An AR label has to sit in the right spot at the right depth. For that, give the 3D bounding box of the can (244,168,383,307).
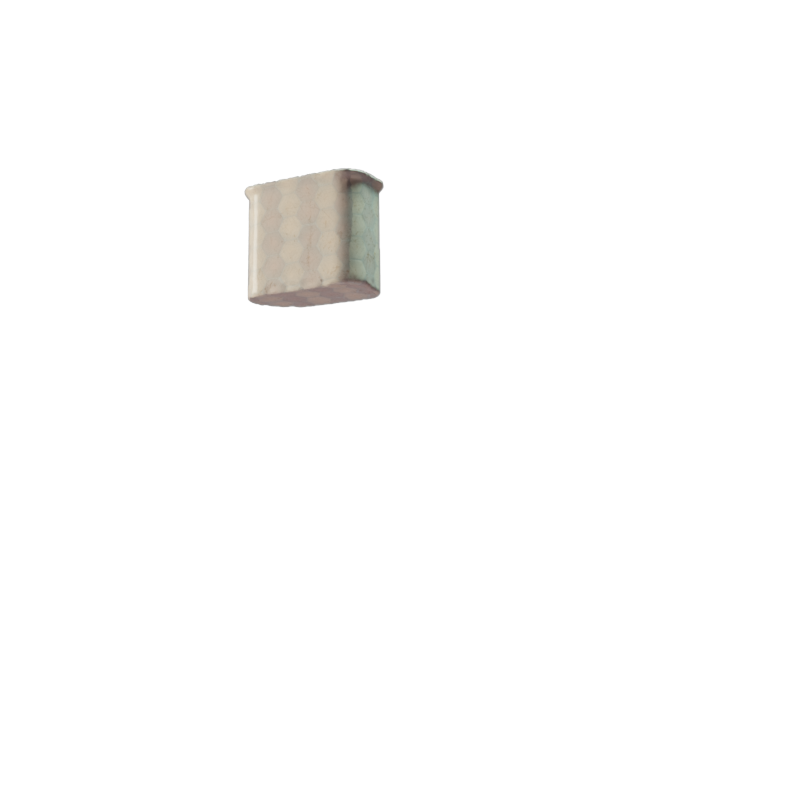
[{"bbox_3d":[-0.063,-0.115,0.805,0.104,0.087,0.054,-6,-14,28],"label":"can"}]
